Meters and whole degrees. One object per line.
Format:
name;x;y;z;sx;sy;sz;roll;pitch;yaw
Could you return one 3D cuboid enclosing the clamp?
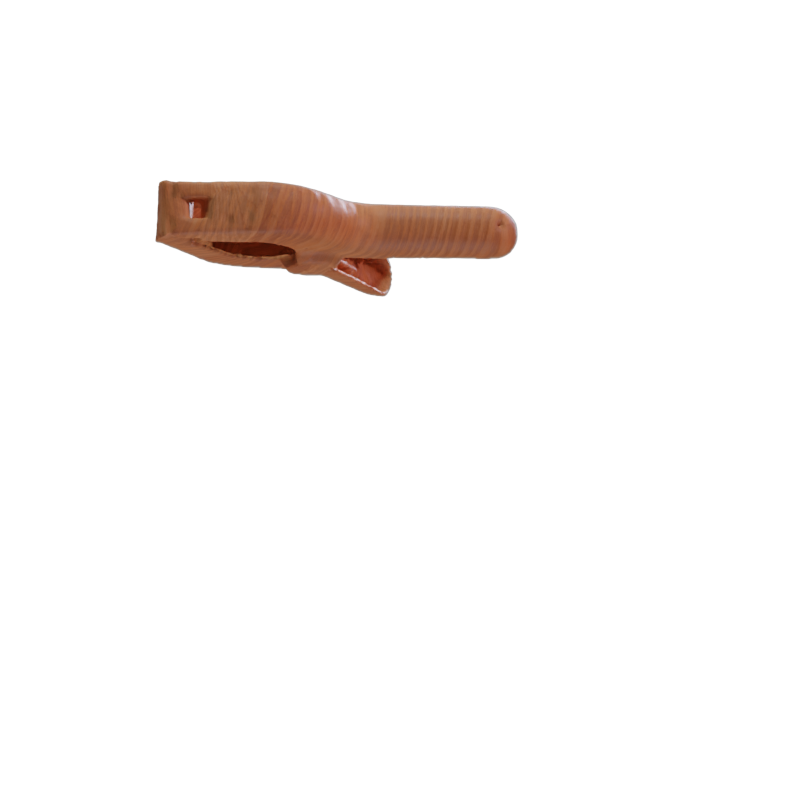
clamp;-0.043;-0.079;0.550;0.166;0.041;0.119;6;-16;-23
